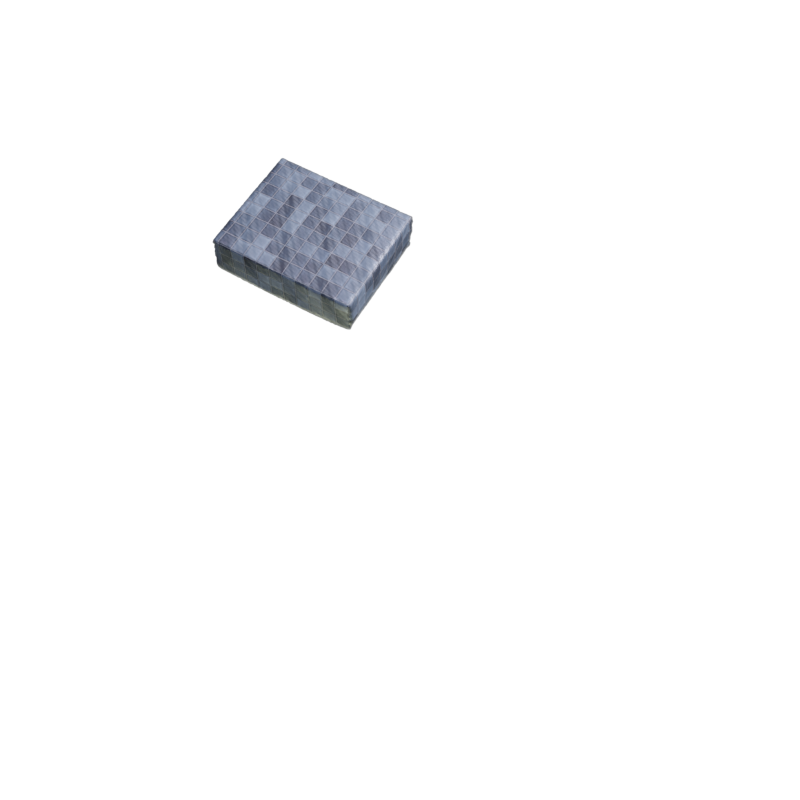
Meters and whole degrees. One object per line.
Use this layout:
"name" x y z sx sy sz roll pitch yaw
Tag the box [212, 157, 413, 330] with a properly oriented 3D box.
"box" -0.061 -0.112 0.782 0.118 0.092 0.036 27 -29 16
